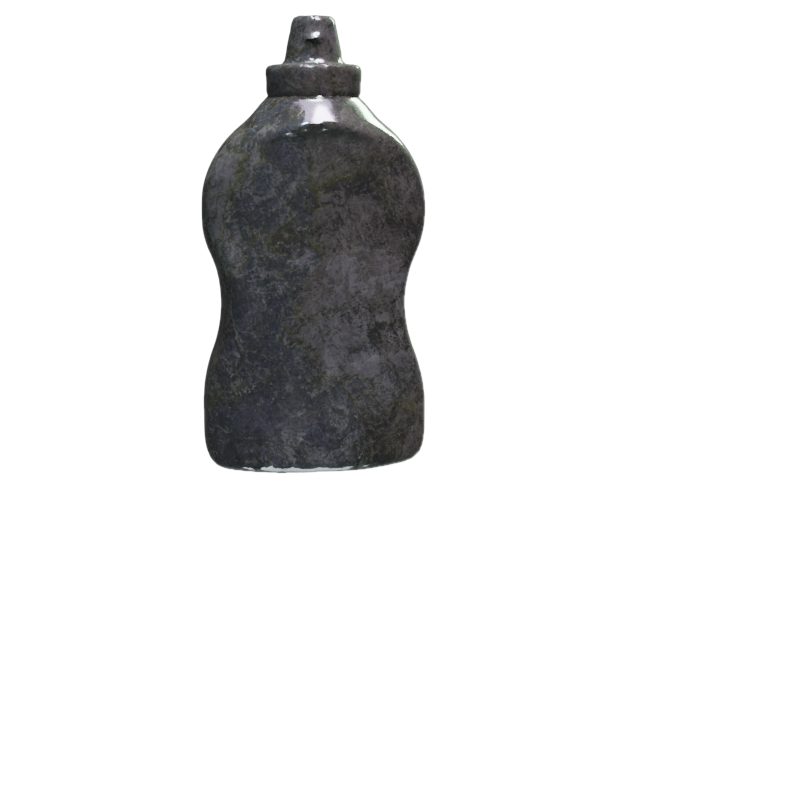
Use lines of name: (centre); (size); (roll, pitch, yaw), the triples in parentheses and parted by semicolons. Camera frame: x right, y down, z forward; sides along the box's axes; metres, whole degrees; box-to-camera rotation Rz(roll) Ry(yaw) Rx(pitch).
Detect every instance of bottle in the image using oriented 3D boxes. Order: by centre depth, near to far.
bottle: (-0.038, -0.069, 0.480); (0.095, 0.189, 0.060); (-1, 7, -8)
